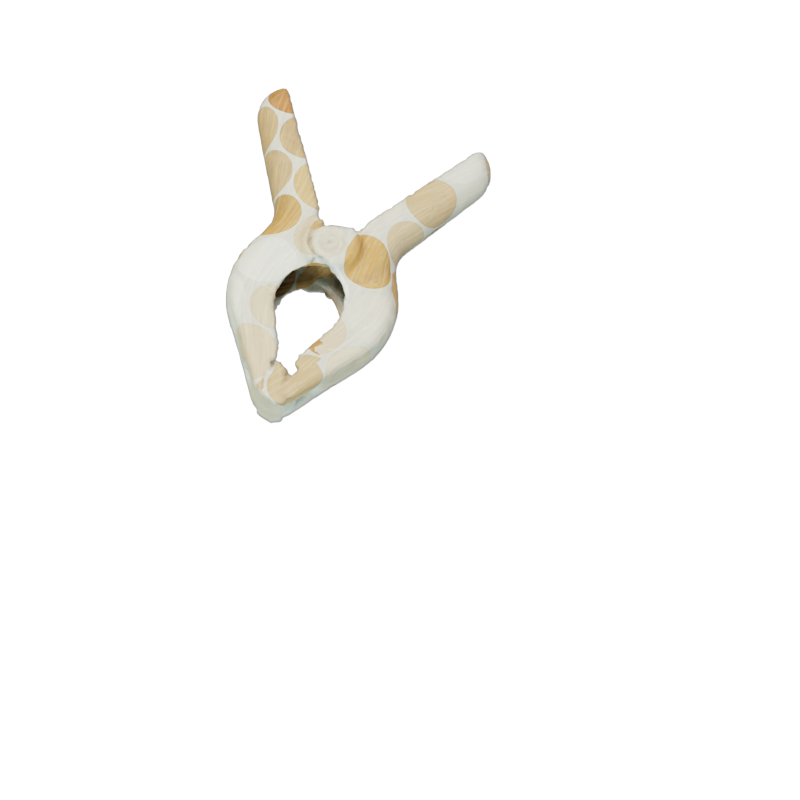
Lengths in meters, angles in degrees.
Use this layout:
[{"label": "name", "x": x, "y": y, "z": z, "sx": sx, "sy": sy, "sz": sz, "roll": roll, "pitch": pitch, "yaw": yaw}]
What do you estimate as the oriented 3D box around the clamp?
[{"label": "clamp", "x": -0.041, "y": -0.075, "z": 0.526, "sx": 0.124, "sy": 0.178, "sz": 0.037, "roll": 22, "pitch": -30, "yaw": 13}]
